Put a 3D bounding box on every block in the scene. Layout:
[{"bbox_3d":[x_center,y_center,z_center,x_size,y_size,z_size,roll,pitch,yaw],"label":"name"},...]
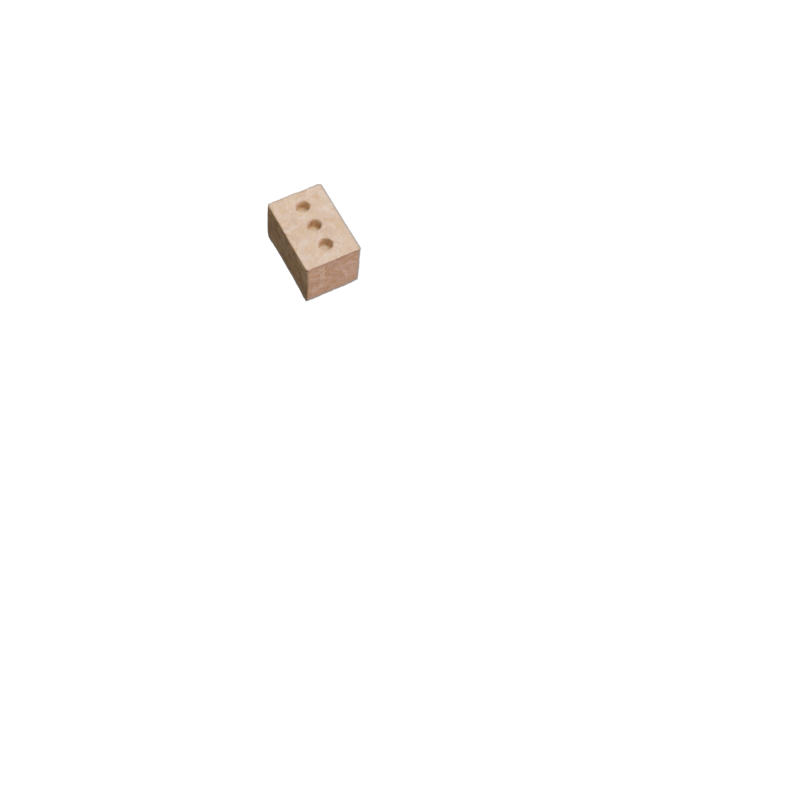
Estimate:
[{"bbox_3d":[-0.074,-0.135,0.945,0.052,0.083,0.048,-24,-28,-15],"label":"block"}]
